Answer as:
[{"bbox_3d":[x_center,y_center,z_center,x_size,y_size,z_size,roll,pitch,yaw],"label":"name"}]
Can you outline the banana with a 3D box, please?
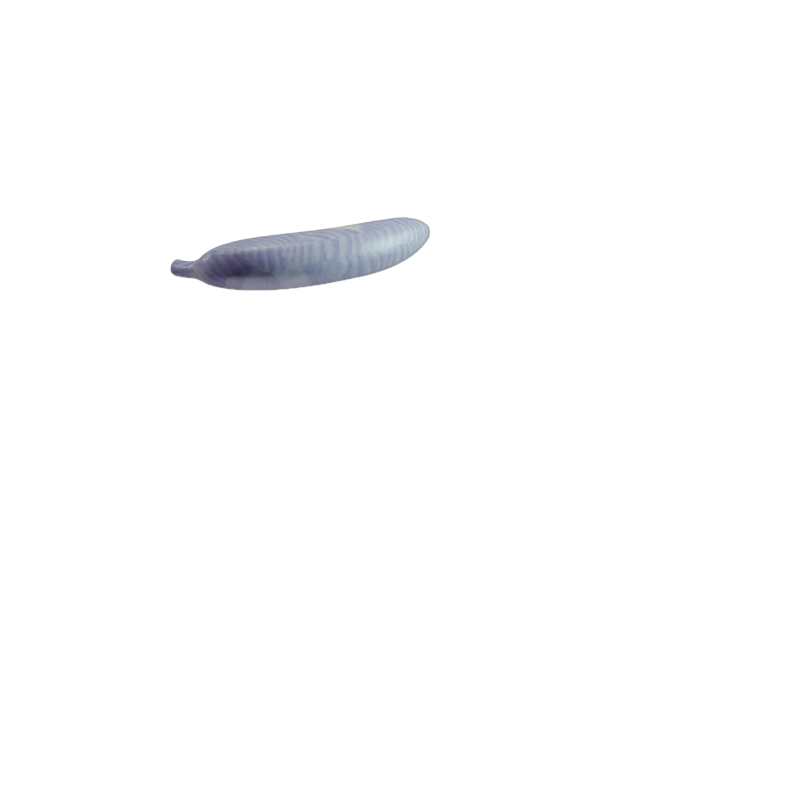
[{"bbox_3d":[-0.059,-0.105,0.781,0.194,0.035,0.074,-9,26,-19],"label":"banana"}]
